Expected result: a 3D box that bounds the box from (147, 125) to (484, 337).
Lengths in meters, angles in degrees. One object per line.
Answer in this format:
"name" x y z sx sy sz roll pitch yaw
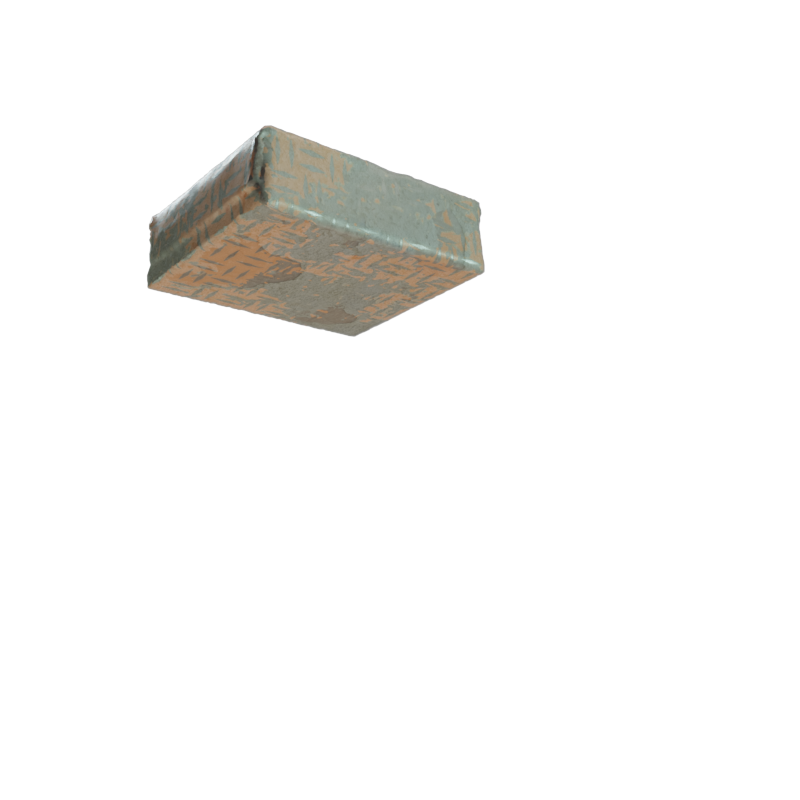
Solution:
"box" -0.029 -0.053 0.370 0.085 0.032 0.073 14 -25 -34
